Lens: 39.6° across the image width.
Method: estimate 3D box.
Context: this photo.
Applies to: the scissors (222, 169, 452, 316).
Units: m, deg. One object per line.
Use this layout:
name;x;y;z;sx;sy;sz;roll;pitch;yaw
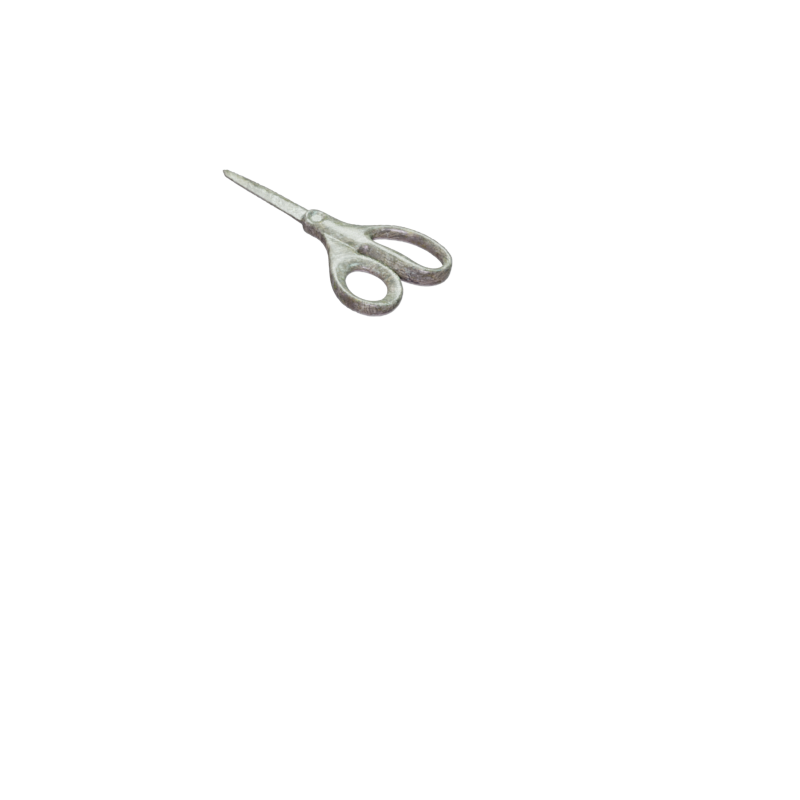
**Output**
scissors;-0.063;-0.115;0.806;0.209;0.015;0.100;19;48;18
